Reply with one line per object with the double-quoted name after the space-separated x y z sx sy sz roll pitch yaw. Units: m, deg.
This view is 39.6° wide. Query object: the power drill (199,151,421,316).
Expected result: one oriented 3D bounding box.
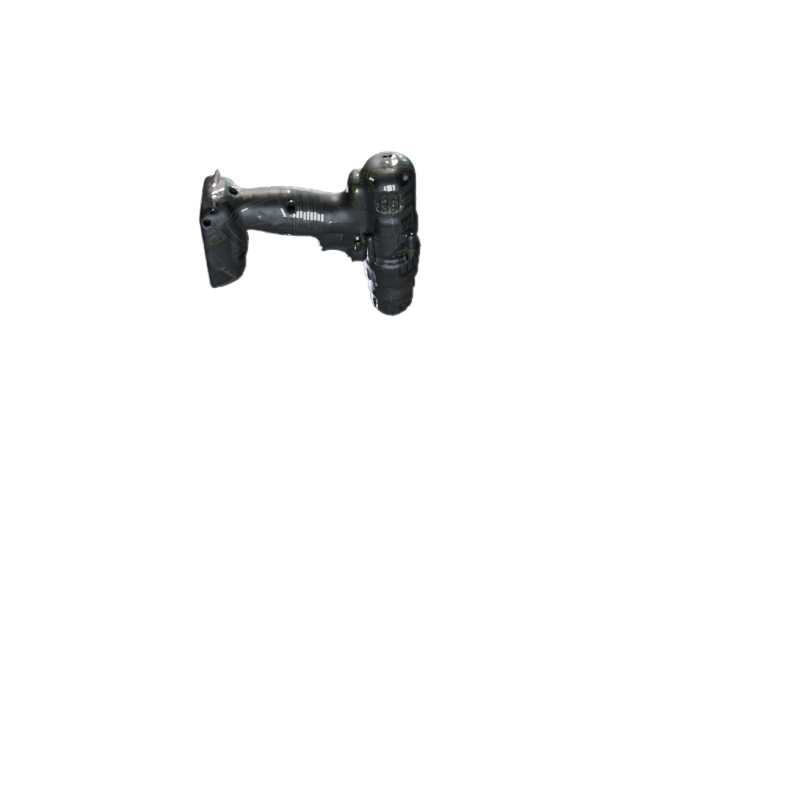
-0.076 -0.138 0.970 0.188 0.062 0.171 -1 -41 1 "power drill"
